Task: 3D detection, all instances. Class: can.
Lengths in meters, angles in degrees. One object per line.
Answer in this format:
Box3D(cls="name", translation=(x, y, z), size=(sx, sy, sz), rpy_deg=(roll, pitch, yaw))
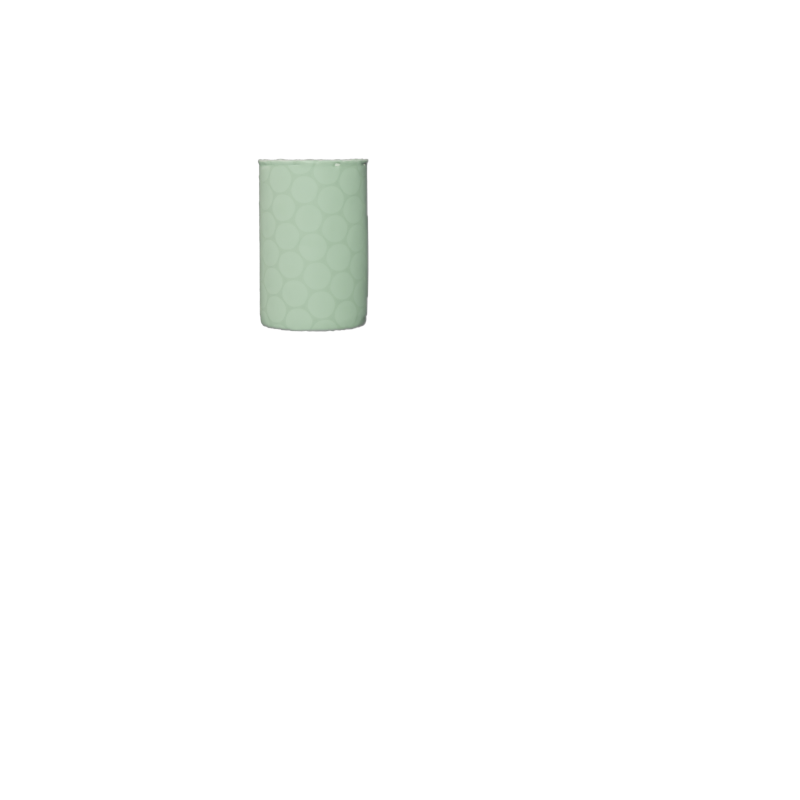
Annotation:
Box3D(cls="can", translation=(-0.053, -0.097, 0.683), size=(0.068, 0.101, 0.070), rpy_deg=(0, 7, -2))
